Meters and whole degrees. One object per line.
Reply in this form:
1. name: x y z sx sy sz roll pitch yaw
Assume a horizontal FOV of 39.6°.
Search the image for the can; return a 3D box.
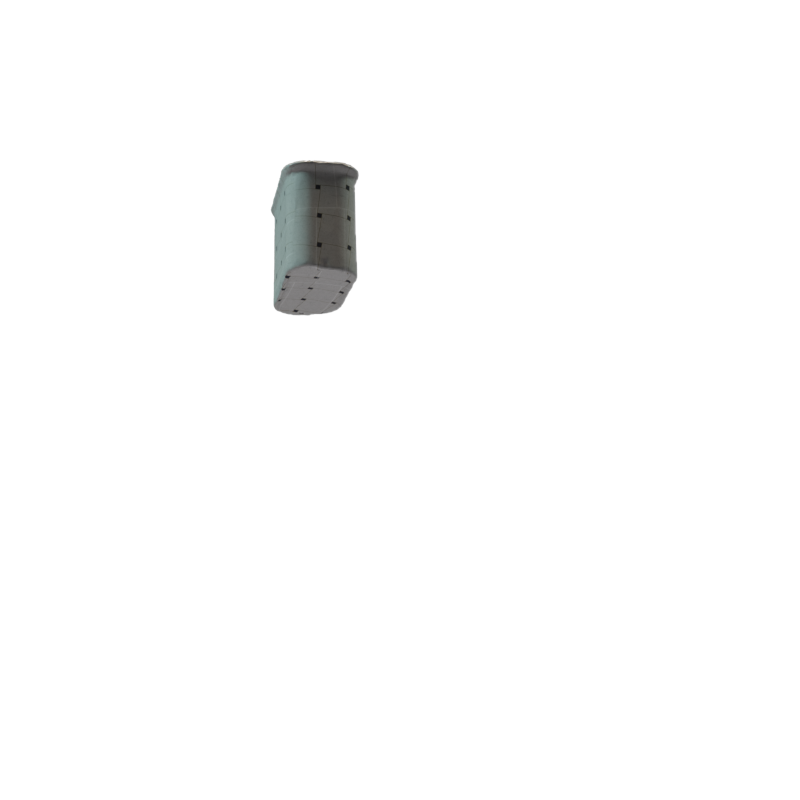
1. can: -0.064 -0.118 0.824 0.057 0.088 0.099 3 -19 -12
